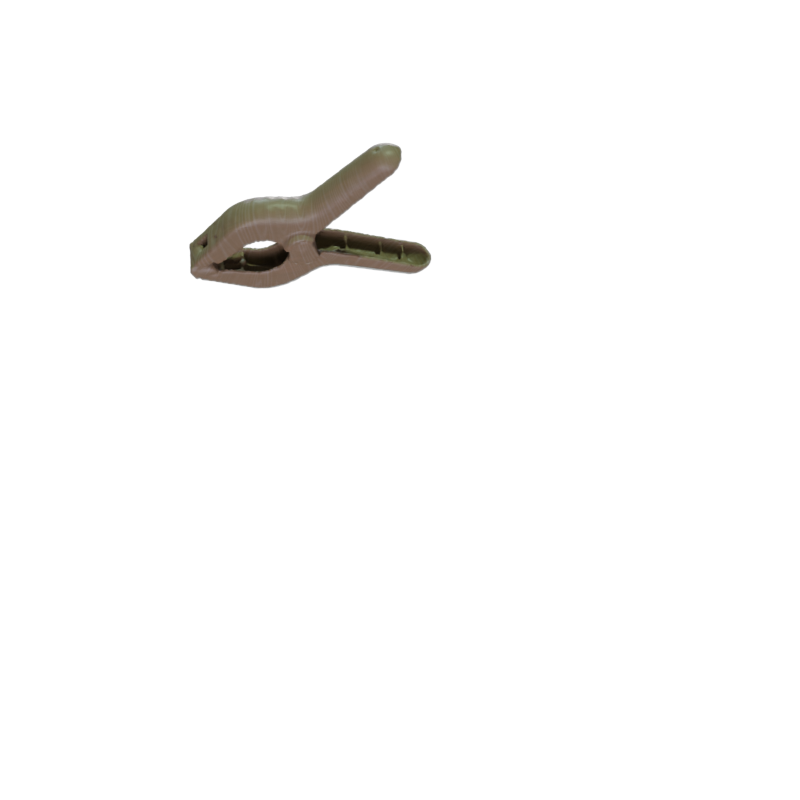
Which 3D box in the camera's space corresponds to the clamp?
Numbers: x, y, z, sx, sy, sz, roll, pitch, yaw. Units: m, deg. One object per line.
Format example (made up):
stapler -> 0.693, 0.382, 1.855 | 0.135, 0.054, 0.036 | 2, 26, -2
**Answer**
clamp -> -0.061, -0.112, 0.786 | 0.173, 0.042, 0.111 | -16, -47, 15
